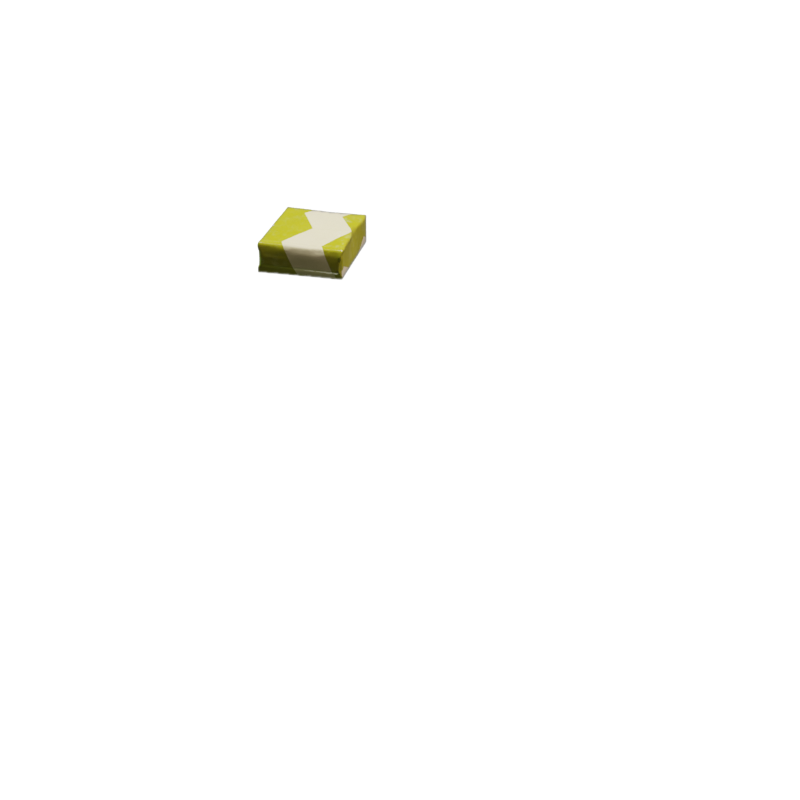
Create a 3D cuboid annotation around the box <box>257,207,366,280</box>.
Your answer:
[{"bbox_3d":[-0.074,-0.134,0.942,0.075,0.029,0.092,7,29,12],"label":"box"}]
